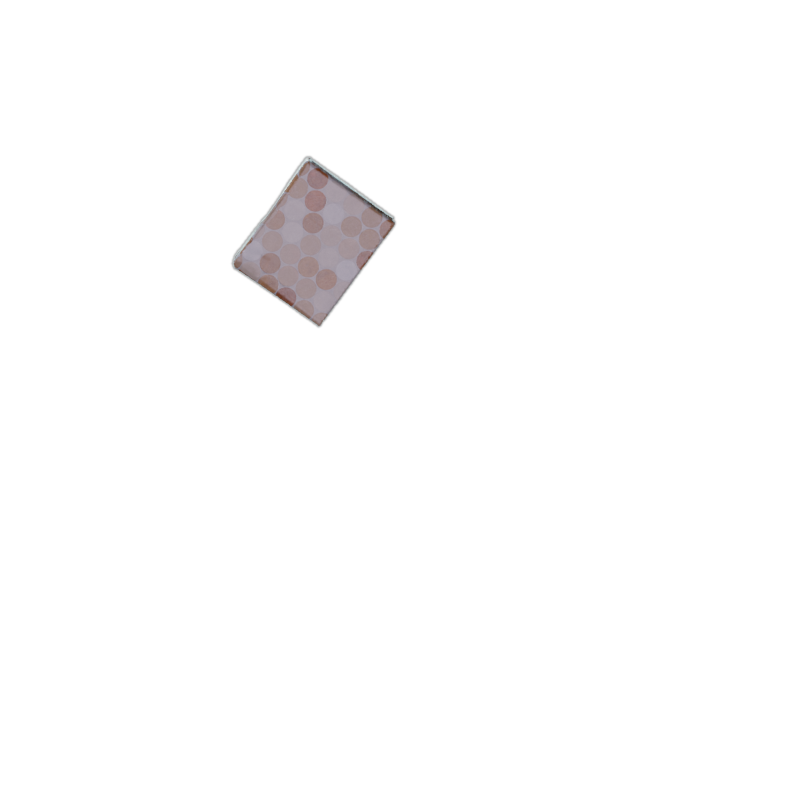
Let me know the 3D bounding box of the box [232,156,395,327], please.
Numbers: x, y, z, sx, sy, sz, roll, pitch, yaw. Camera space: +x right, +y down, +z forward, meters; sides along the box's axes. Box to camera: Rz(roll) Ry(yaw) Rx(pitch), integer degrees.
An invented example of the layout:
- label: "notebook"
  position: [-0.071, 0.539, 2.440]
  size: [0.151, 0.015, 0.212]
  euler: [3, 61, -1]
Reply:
- label: "box"
  position: [-0.058, -0.106, 0.742]
  size: [0.072, 0.088, 0.031]
  euler: [36, 9, -7]
